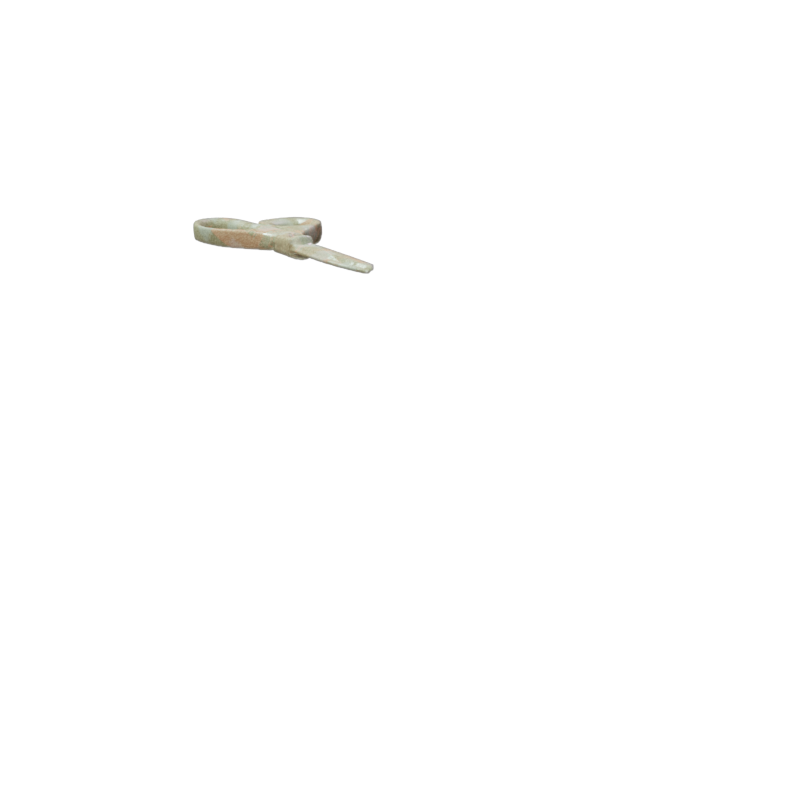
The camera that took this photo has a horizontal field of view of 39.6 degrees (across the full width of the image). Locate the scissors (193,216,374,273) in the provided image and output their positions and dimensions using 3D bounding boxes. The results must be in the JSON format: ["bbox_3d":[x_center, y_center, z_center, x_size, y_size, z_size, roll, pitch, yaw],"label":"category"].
[{"bbox_3d":[-0.056,-0.102,0.712,0.094,0.015,0.213,-15,22,-41],"label":"scissors"}]
